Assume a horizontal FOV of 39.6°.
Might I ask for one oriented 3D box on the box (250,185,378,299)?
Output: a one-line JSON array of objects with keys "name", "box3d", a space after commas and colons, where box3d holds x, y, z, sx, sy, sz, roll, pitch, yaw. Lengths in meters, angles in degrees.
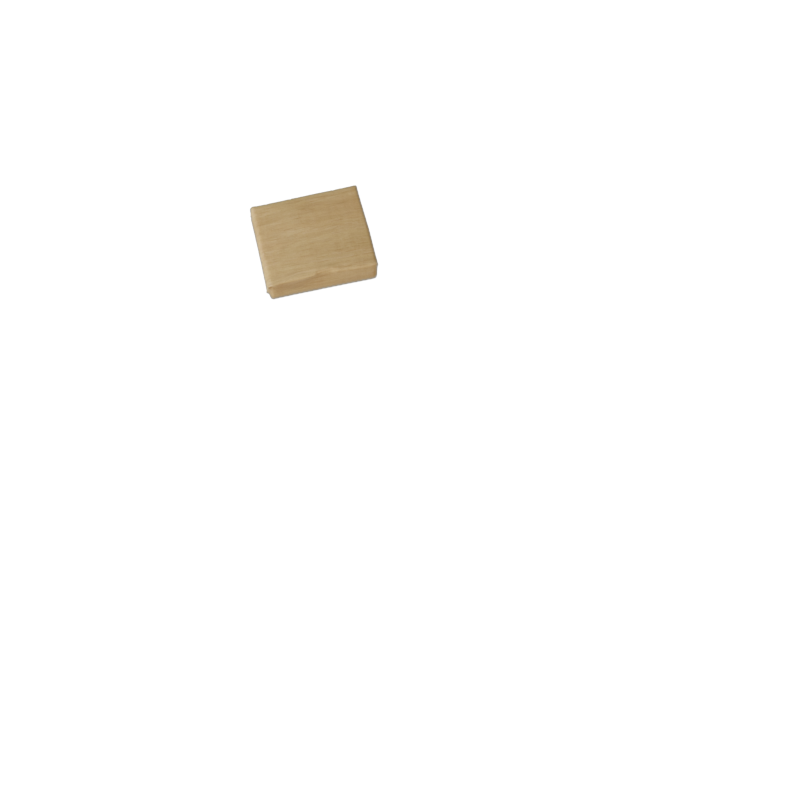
[{"name": "box", "box3d": [-0.069, -0.126, 0.880, 0.089, 0.078, 0.028, -12, -24, -6]}]
